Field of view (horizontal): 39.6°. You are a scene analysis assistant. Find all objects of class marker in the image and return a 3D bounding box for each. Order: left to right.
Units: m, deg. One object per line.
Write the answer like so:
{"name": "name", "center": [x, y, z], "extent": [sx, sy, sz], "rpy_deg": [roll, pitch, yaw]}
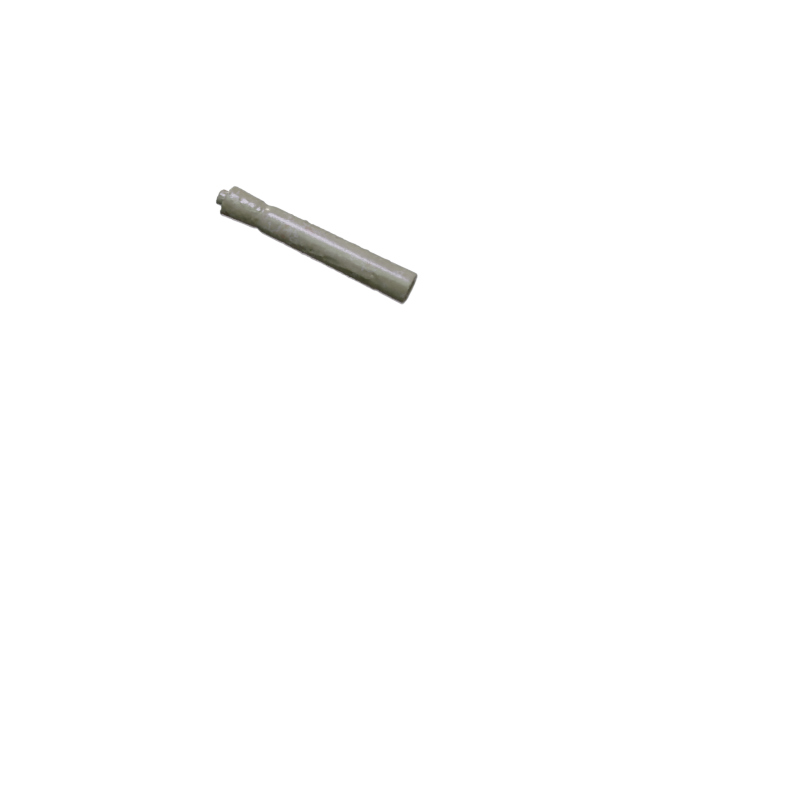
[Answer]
{"name": "marker", "center": [-0.048, -0.088, 0.617], "extent": [0.124, 0.019, 0.019], "rpy_deg": [27, 8, 11]}
